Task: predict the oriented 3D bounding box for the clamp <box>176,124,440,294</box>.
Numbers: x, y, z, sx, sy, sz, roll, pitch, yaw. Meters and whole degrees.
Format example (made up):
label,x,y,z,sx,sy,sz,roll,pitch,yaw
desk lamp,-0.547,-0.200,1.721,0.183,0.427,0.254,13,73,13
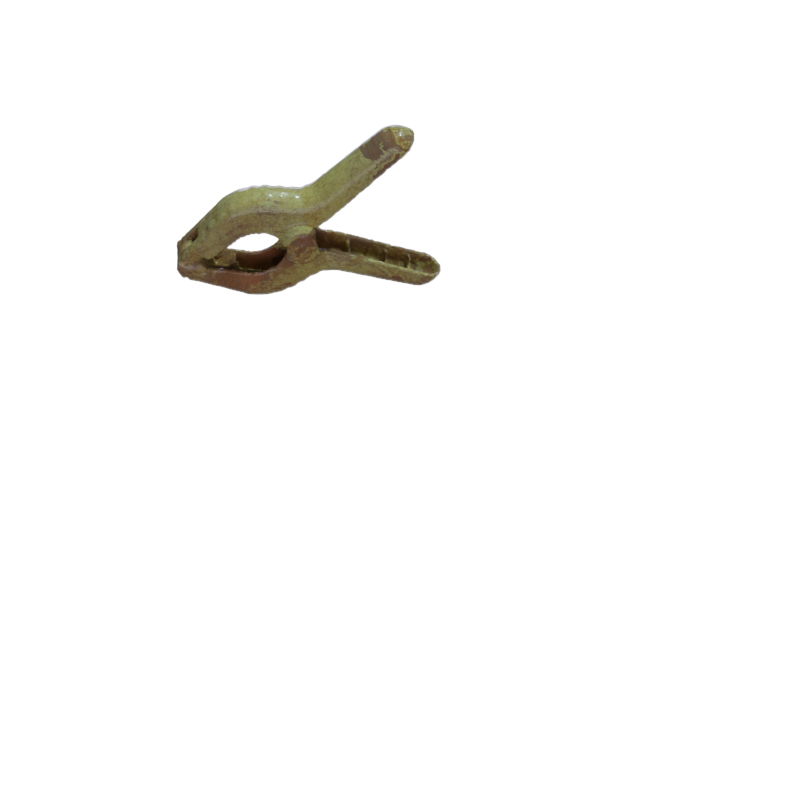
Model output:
label,x,y,z,sx,sy,sz,roll,pitch,yaw
clamp,-0.056,-0.102,0.718,0.172,0.112,0.042,-17,33,11
